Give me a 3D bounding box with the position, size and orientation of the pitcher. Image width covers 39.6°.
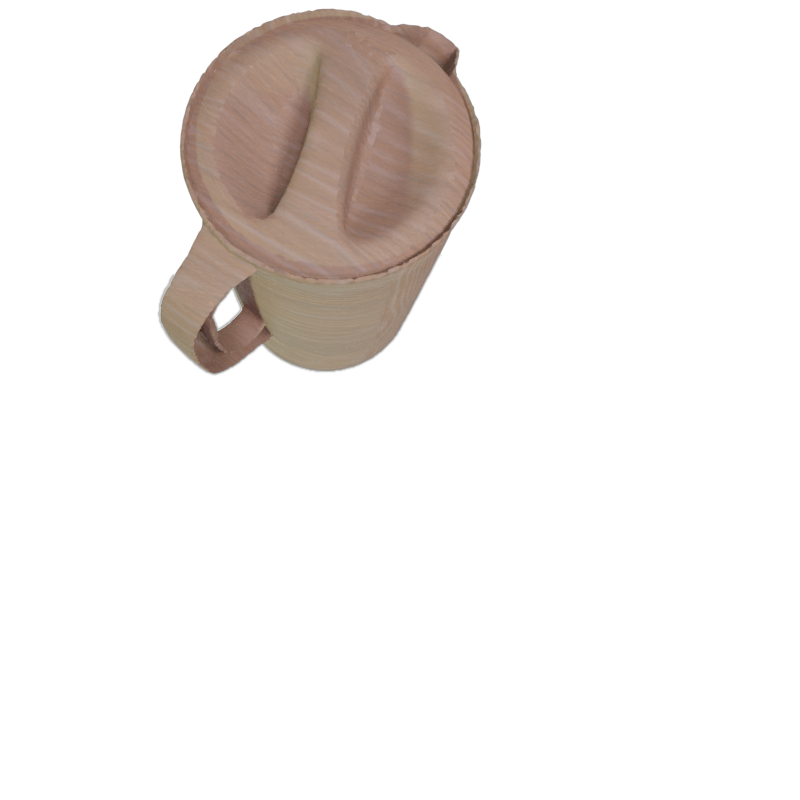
[{"bbox_3d":[-0.046,-0.085,0.594,0.149,0.151,0.234,-4,-14,-4],"label":"pitcher"}]
